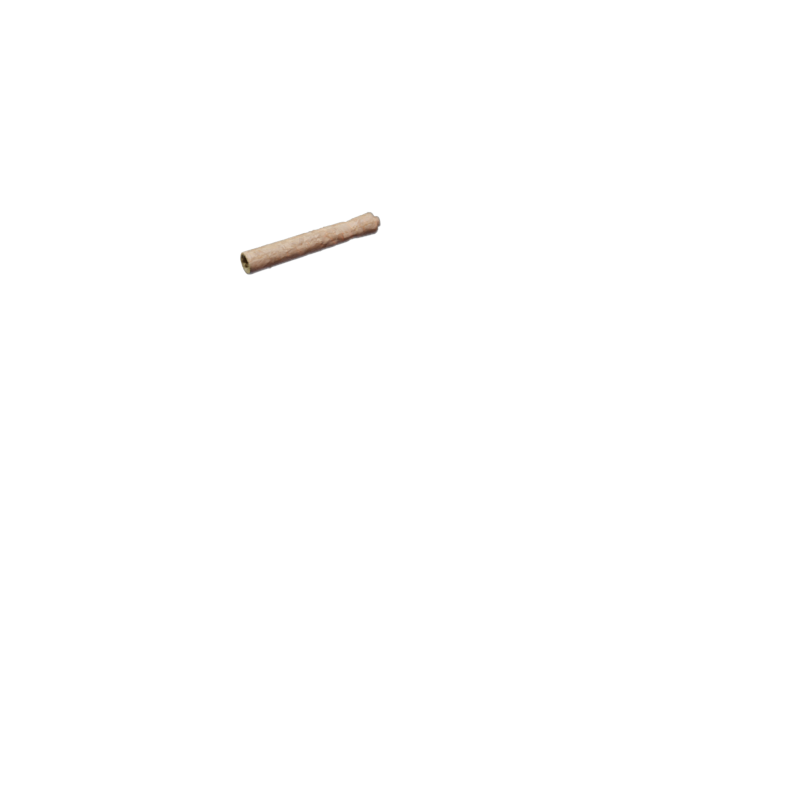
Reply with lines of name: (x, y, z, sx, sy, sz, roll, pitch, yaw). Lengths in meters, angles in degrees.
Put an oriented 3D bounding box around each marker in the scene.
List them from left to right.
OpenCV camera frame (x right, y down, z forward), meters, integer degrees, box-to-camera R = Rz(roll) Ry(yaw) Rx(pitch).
marker: (-0.069, -0.126, 0.884, 0.120, 0.019, 0.020, -21, 13, -23)
